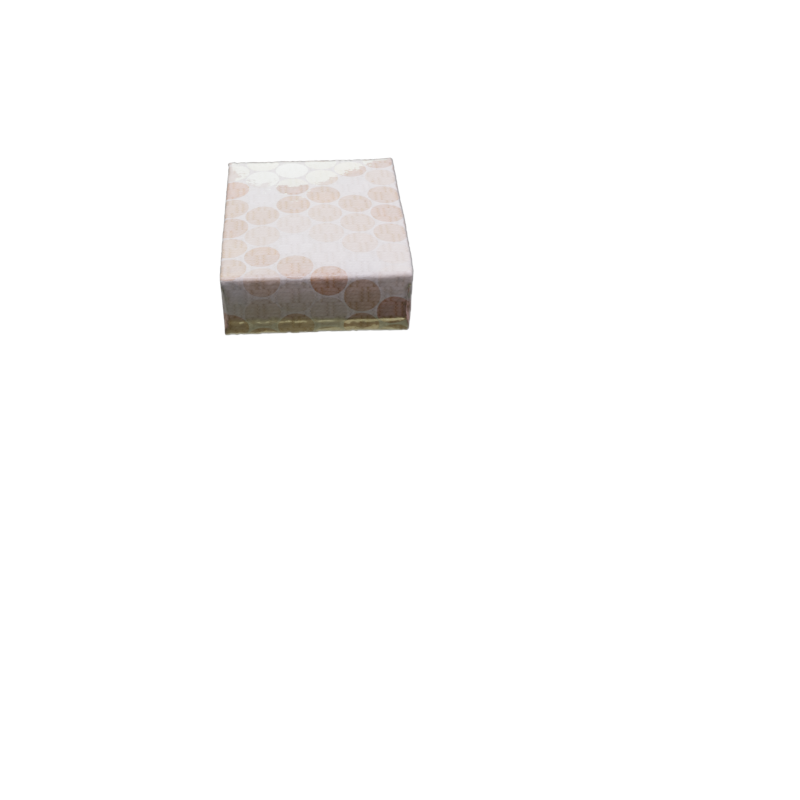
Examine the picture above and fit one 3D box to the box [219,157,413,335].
[{"bbox_3d":[-0.044,-0.080,0.560,0.089,0.036,0.122,-2,37,-4],"label":"box"}]
